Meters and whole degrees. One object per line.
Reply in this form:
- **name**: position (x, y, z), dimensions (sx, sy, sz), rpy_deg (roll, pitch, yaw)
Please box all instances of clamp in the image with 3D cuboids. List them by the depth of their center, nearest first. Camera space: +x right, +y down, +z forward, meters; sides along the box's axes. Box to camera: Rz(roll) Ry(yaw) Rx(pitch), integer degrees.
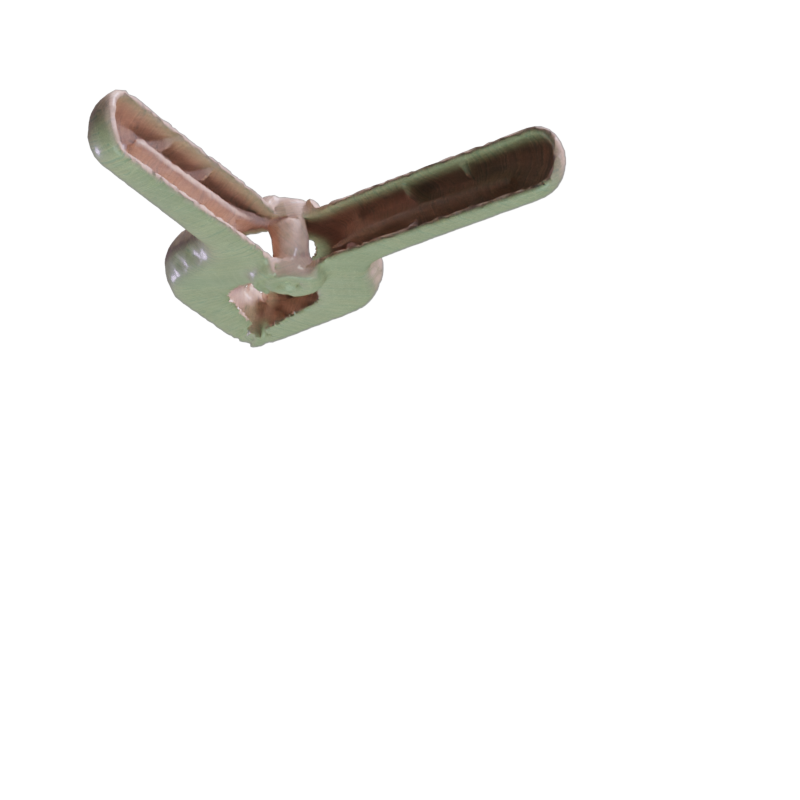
- **clamp**: position (-0.036, -0.065, 0.454), dimensions (0.163, 0.038, 0.203), rpy_deg (2, -16, -7)
